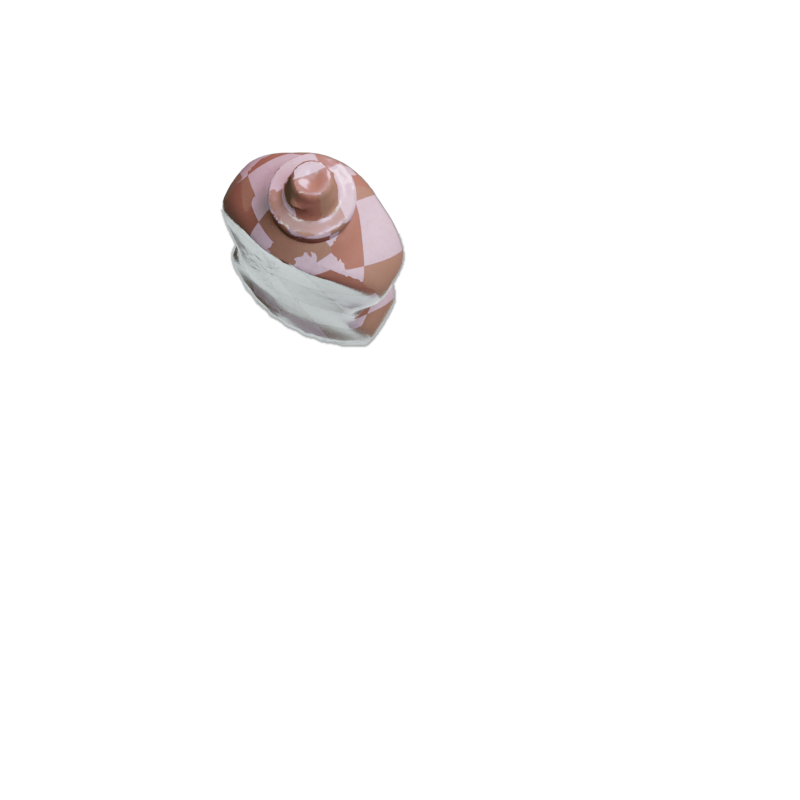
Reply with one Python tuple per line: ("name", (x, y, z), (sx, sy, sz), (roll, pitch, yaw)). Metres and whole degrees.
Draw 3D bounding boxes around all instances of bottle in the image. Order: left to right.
("bottle", (-0.045, -0.082, 0.576), (0.098, 0.059, 0.186), (33, -11, 3))
